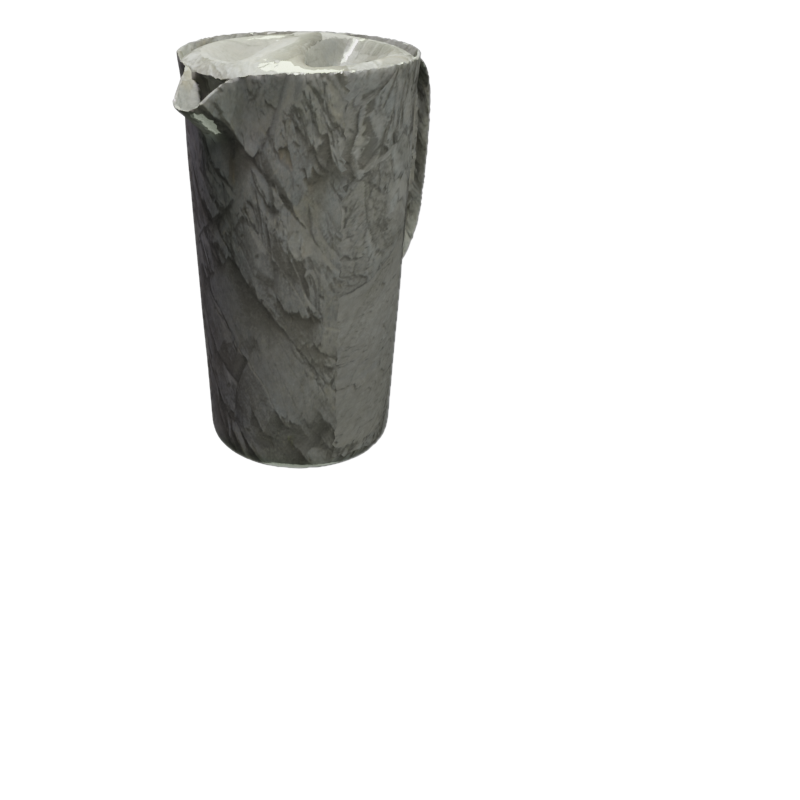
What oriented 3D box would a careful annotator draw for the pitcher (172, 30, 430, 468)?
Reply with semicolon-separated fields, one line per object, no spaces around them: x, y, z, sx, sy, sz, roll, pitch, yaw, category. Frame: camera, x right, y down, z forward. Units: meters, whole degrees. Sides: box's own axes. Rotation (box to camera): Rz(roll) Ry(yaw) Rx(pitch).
-0.051;-0.093;0.651;0.148;0.231;0.153;-1;23;-4;pitcher
